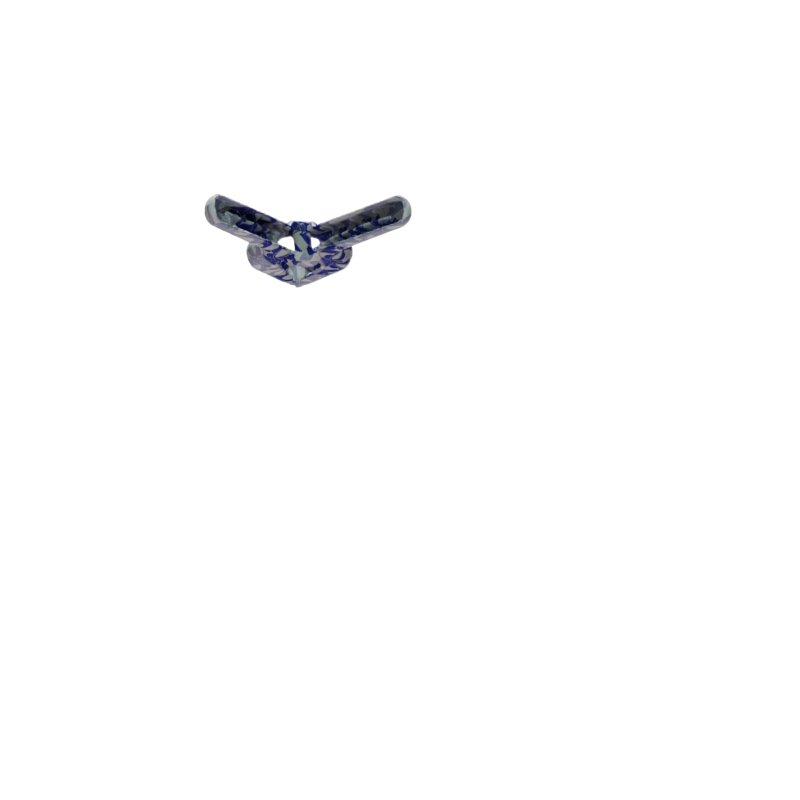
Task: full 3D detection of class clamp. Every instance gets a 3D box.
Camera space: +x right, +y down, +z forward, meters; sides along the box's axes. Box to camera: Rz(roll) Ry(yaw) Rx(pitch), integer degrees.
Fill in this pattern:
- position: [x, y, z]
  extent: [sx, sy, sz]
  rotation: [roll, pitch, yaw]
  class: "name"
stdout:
- position: [-0.075, -0.138, 0.964]
  extent: [0.165, 0.038, 0.203]
  rotation: [0, -9, 0]
  class: "clamp"
